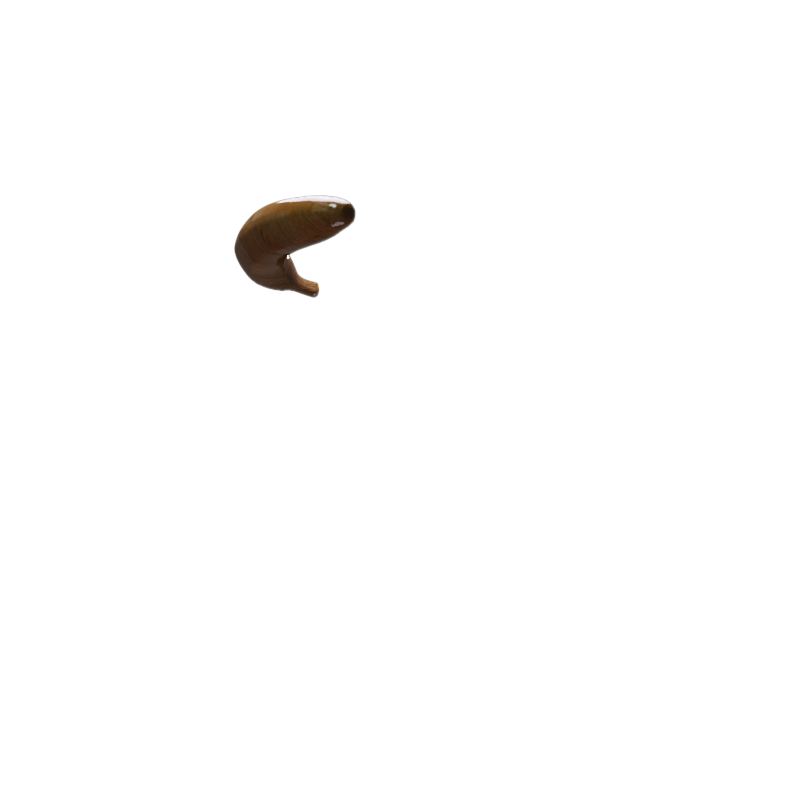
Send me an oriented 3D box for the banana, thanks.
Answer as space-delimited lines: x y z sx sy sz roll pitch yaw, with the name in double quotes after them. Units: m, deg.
-0.079 -0.109 0.765 0.069 0.038 0.195 1 -8 -10 "banana"
